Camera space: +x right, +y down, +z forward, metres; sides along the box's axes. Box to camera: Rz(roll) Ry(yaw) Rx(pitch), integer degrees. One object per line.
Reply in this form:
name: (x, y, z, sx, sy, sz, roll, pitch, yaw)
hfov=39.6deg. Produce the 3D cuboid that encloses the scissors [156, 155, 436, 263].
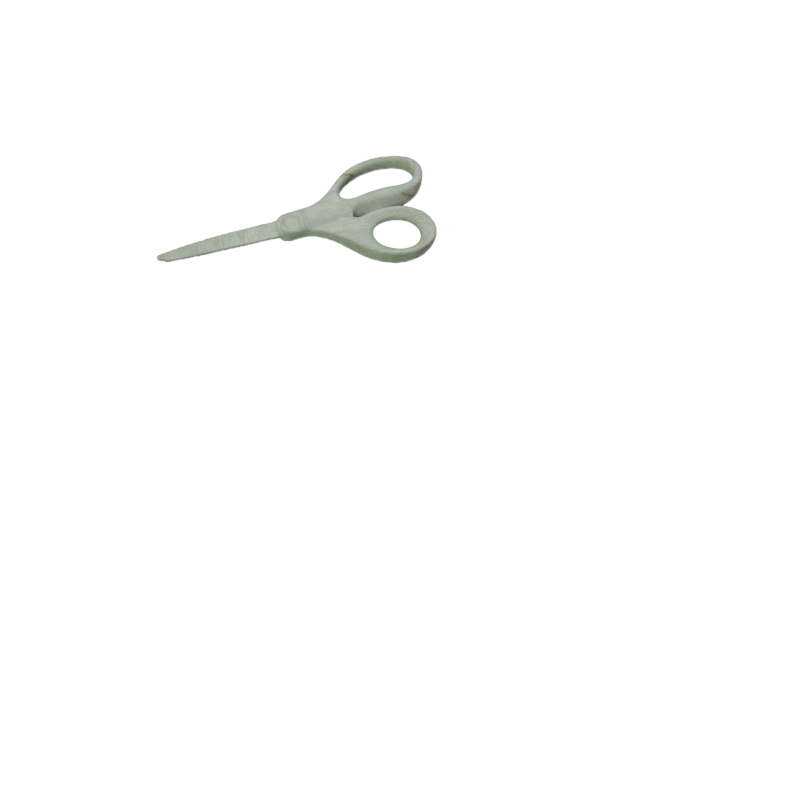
scissors: (-0.062, -0.112, 0.786, 0.202, 0.103, 0.015, -30, -27, -17)
